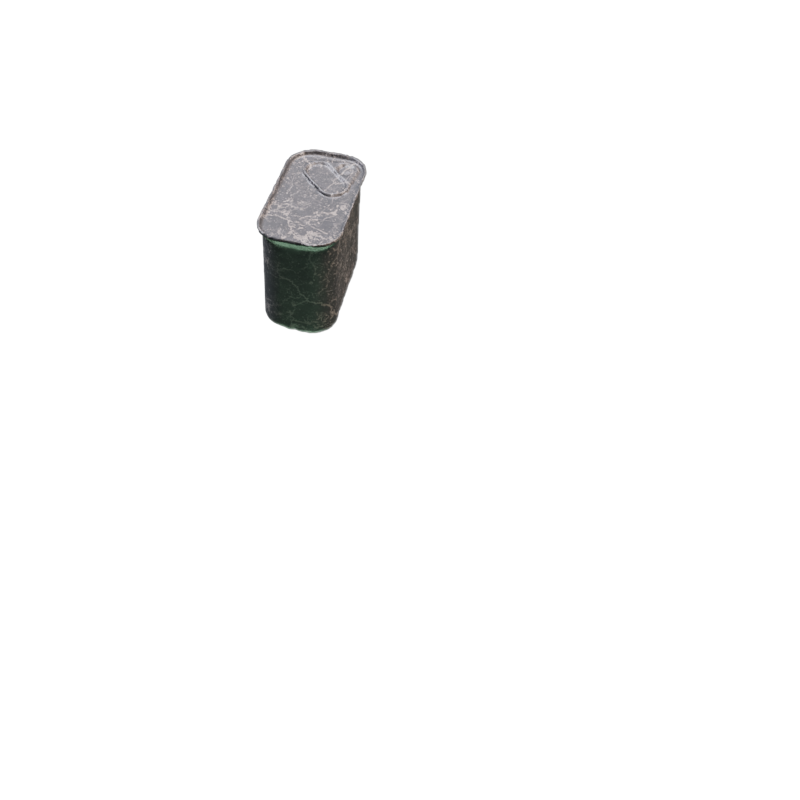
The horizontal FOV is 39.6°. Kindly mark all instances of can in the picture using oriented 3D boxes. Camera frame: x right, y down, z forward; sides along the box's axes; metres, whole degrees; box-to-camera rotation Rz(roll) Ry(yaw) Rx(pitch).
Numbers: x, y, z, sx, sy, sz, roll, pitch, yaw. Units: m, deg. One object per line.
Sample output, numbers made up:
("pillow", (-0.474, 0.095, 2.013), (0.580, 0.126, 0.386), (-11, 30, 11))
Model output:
("can", (-0.060, -0.110, 0.769), (0.058, 0.078, 0.107), (10, 45, 7))
